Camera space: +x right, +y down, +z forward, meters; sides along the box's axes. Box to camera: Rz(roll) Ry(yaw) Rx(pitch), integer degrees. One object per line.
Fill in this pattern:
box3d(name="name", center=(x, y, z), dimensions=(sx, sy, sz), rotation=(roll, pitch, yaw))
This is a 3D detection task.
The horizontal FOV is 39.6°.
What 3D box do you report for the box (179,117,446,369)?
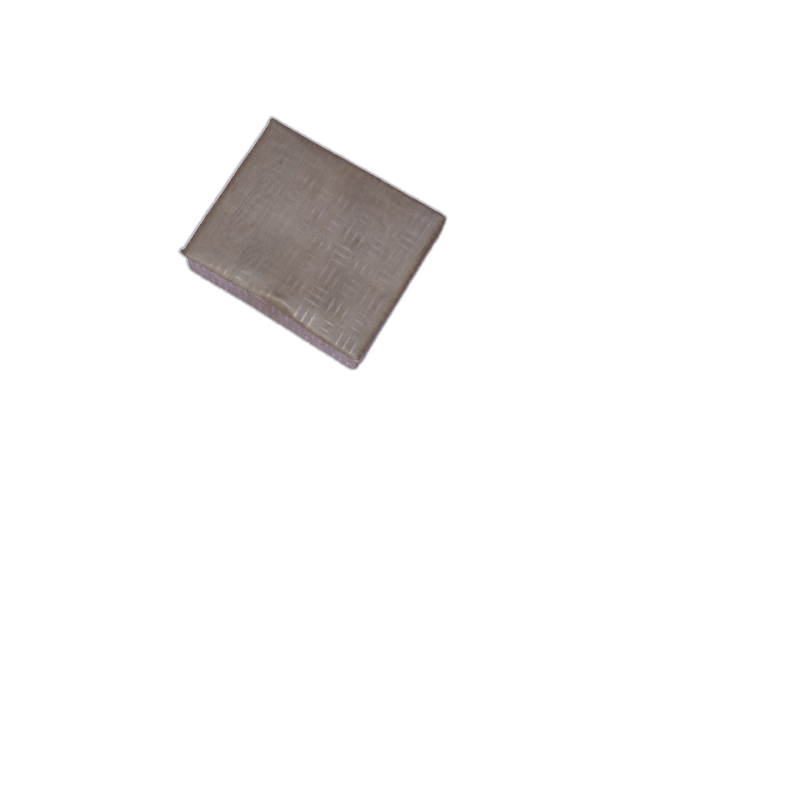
box3d(name="box", center=(-0.037, -0.068, 0.475), dimensions=(0.091, 0.074, 0.029), rotation=(31, -12, 7))
